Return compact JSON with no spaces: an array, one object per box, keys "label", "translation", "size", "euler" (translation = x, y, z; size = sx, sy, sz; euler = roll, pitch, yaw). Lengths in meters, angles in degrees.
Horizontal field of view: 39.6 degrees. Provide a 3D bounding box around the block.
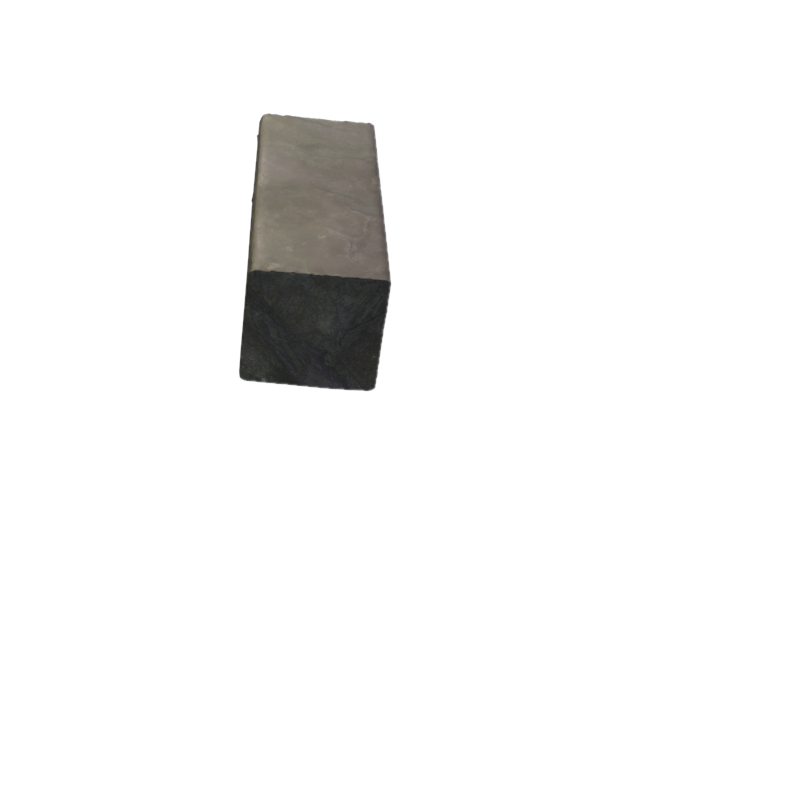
[{"label":"block","translation":[-0.061,-0.110,0.774],"size":[0.089,0.085,0.221],"euler":[4,38,-7]}]
